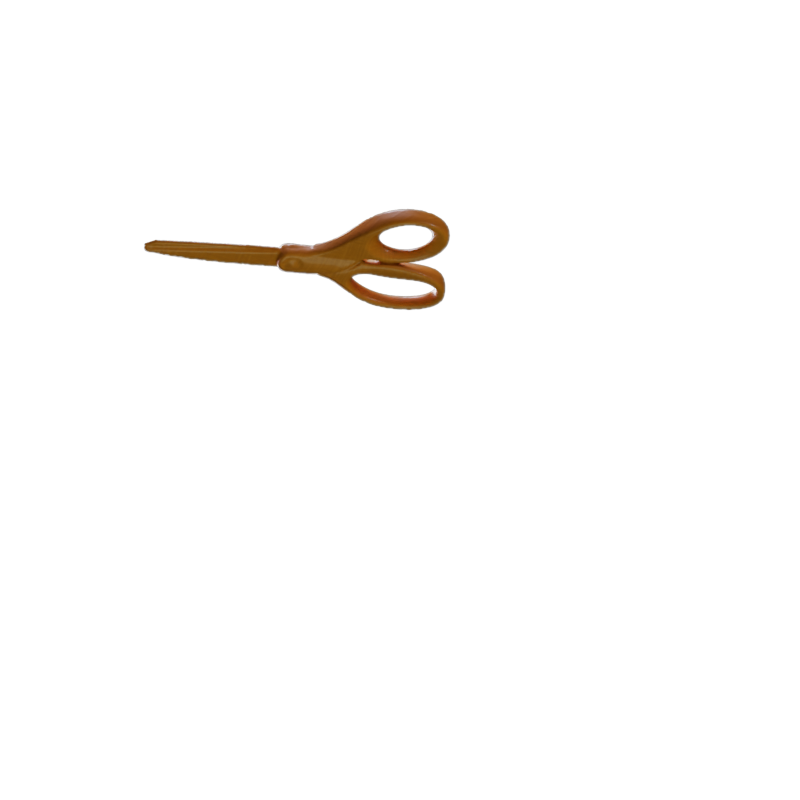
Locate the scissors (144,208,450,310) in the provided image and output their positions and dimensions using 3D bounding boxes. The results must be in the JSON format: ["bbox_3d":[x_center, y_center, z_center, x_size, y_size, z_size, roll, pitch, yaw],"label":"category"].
[{"bbox_3d":[-0.056,-0.103,0.719,0.196,0.017,0.092,14,-42,-17],"label":"scissors"}]
